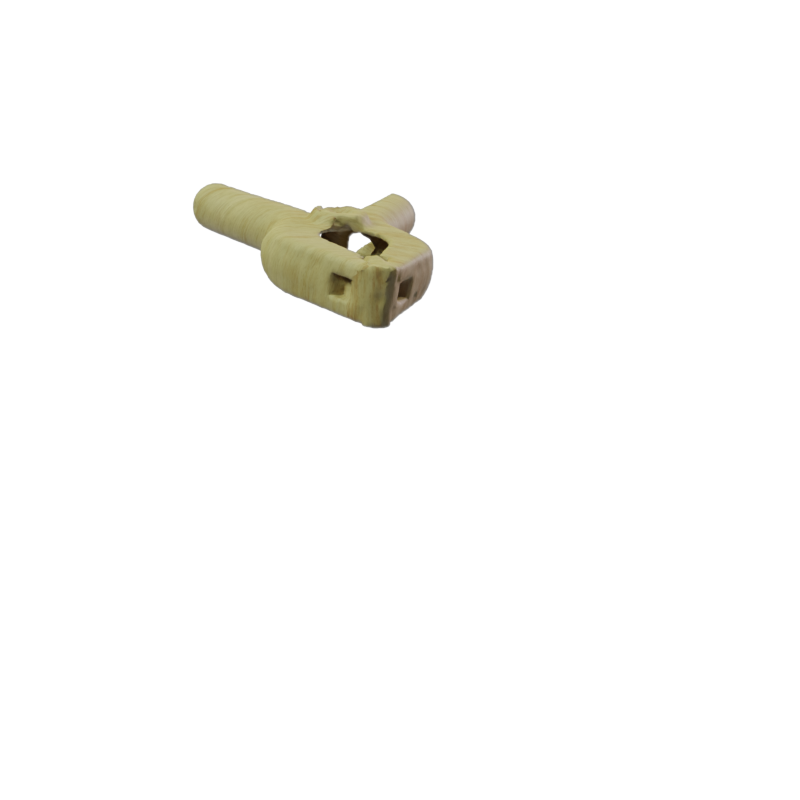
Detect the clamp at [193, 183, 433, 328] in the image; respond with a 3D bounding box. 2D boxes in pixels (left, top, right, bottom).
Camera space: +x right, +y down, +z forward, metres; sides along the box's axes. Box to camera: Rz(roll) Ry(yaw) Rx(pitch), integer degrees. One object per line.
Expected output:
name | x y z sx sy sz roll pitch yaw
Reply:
clamp | -0.042 -0.076 0.534 0.119 0.038 0.179 -2 19 -6
